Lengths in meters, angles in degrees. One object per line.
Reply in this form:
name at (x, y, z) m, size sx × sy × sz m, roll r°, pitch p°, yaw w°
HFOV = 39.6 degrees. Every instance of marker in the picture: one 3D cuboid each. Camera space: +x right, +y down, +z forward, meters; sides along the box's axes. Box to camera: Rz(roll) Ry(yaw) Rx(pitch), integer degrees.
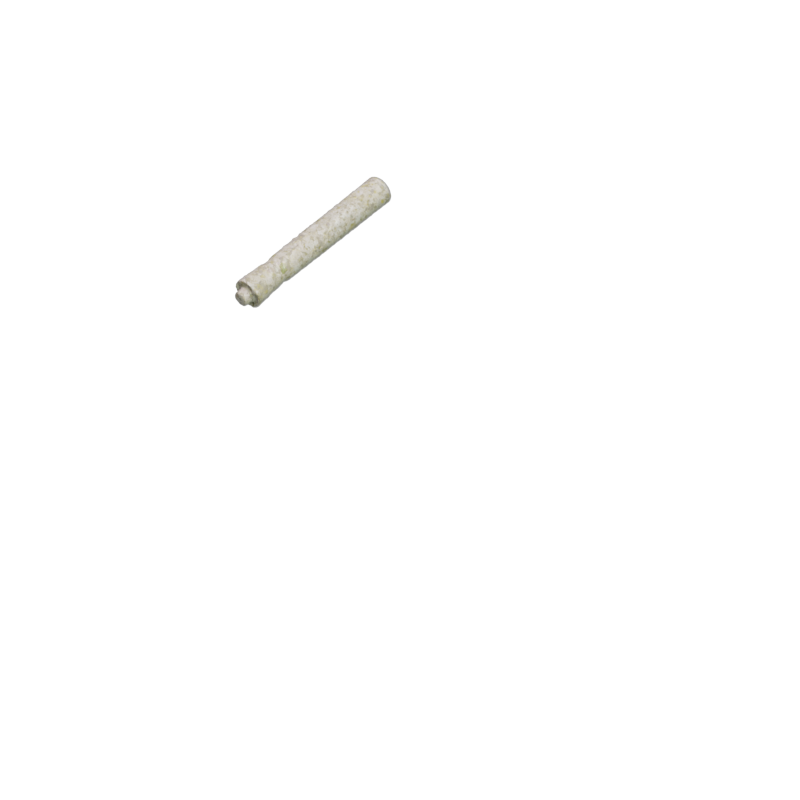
marker at (-0.051, -0.093, 0.650) m, size 0.021 × 0.019 × 0.123 m, roll 4°, pitch 40°, yaw 50°
